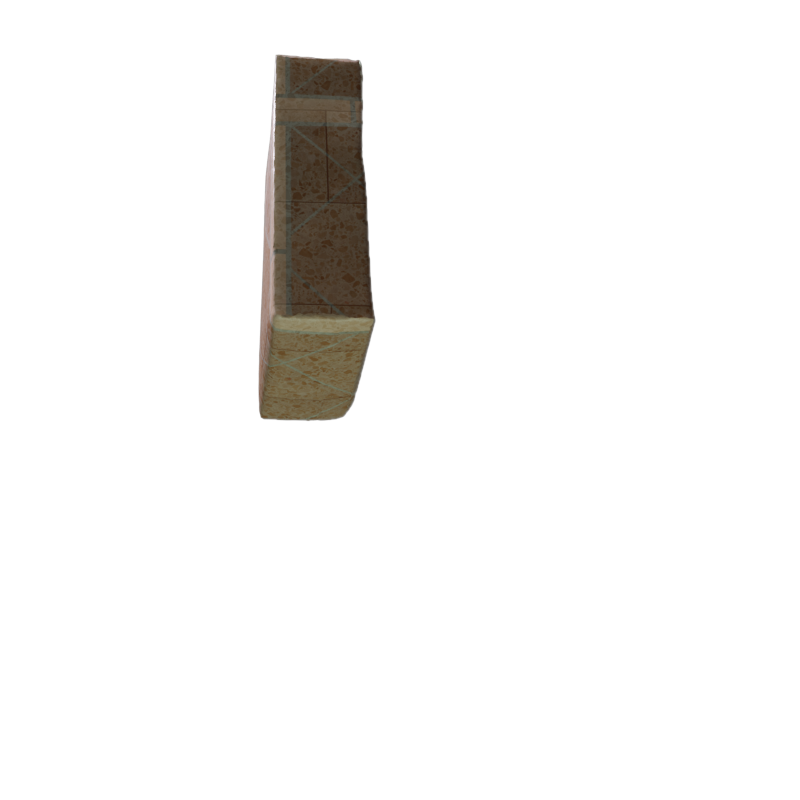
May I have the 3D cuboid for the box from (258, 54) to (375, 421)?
[{"bbox_3d":[-0.063,-0.114,0.799,0.071,0.228,0.156,2,-29,-8],"label":"box"}]
